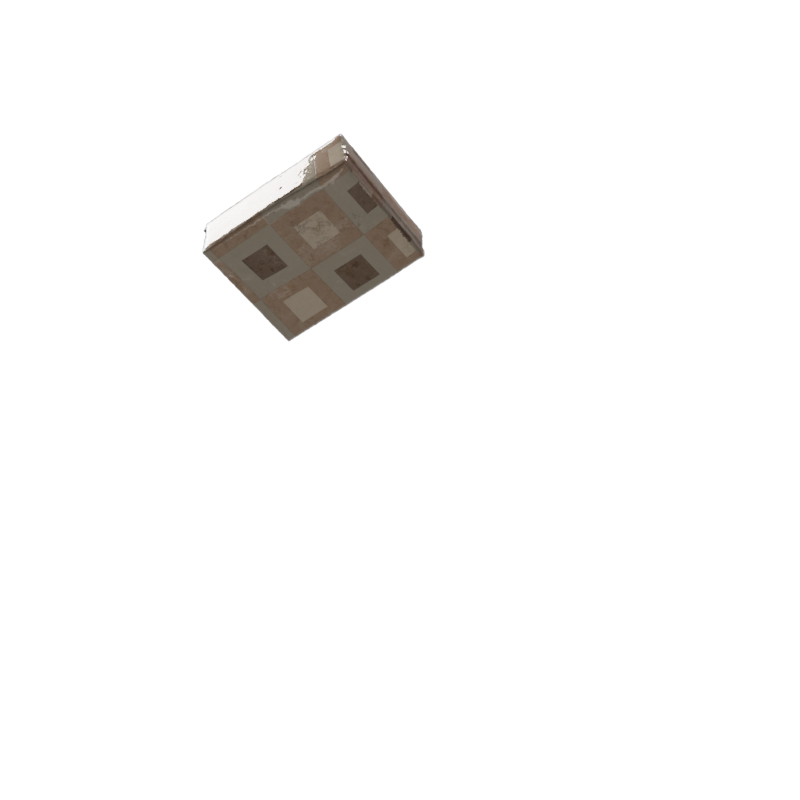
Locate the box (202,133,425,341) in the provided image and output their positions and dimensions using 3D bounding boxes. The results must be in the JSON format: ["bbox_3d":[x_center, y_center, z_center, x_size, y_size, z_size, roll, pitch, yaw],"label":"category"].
[{"bbox_3d":[-0.055,-0.101,0.705,0.113,0.084,0.042,-30,32,20],"label":"box"}]
